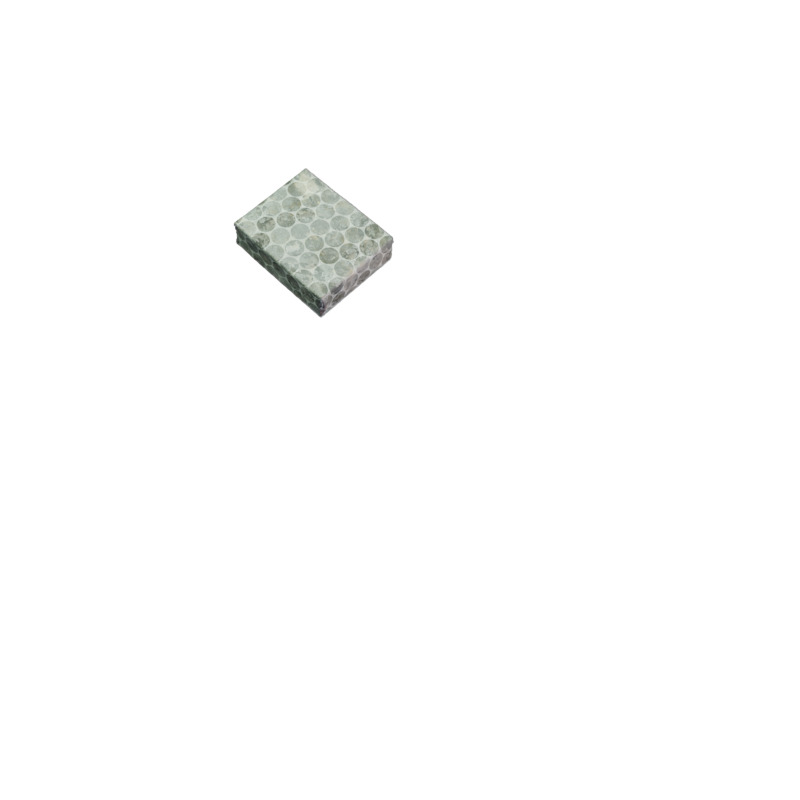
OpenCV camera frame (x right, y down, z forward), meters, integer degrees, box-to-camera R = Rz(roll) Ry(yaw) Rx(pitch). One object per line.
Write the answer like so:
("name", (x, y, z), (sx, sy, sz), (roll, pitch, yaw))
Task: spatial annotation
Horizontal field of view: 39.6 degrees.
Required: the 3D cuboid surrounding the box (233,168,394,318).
("box", (-0.076, -0.139, 0.976), (0.120, 0.091, 0.036), (39, -26, 23))
